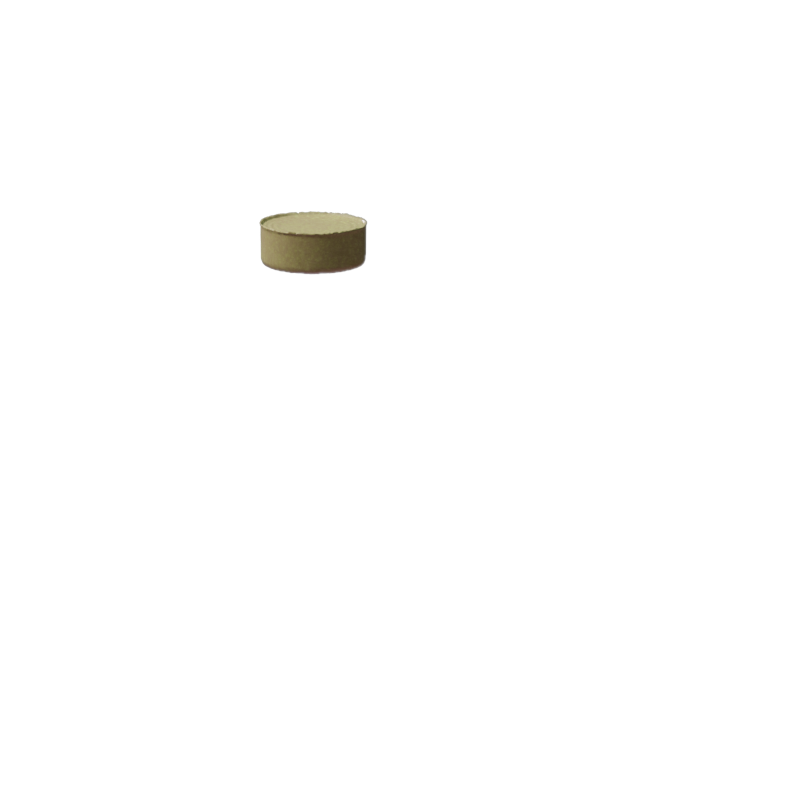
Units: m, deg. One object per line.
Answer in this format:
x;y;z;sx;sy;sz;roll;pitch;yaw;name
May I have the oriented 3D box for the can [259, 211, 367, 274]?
-0.069;-0.126;0.886;0.086;0.032;0.089;-1;19;-2;can
